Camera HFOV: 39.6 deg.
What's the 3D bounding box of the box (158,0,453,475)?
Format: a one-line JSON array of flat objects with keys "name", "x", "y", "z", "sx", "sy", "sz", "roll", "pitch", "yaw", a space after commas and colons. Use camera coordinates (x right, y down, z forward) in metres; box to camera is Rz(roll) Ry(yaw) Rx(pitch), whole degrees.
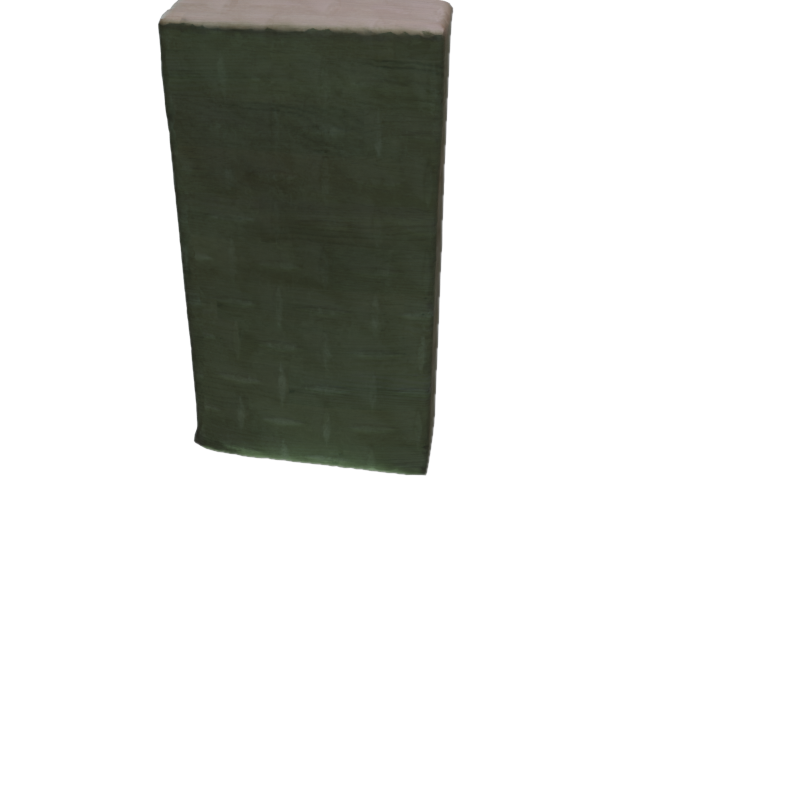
[{"name": "box", "x": -0.031, "y": -0.057, "z": 0.399, "sx": 0.094, "sy": 0.166, "sz": 0.050, "roll": 6, "pitch": 30, "yaw": 7}]
